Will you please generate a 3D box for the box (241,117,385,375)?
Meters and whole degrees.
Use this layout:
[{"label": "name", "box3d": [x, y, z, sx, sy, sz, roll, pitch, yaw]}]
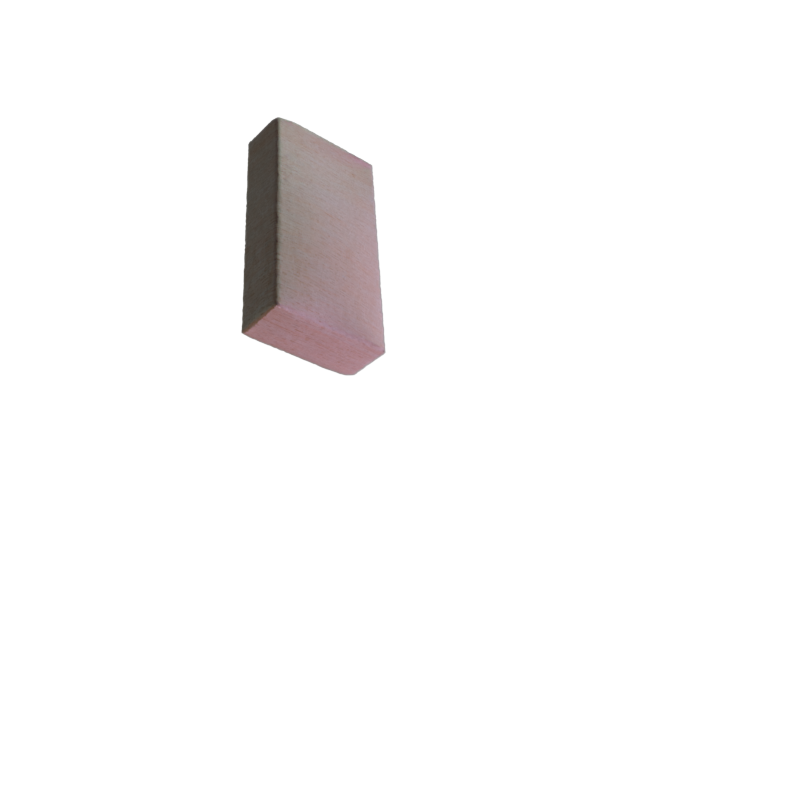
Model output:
[{"label": "box", "box3d": [-0.061, -0.111, 0.775, 0.088, 0.189, 0.047, 23, -43, -31]}]
